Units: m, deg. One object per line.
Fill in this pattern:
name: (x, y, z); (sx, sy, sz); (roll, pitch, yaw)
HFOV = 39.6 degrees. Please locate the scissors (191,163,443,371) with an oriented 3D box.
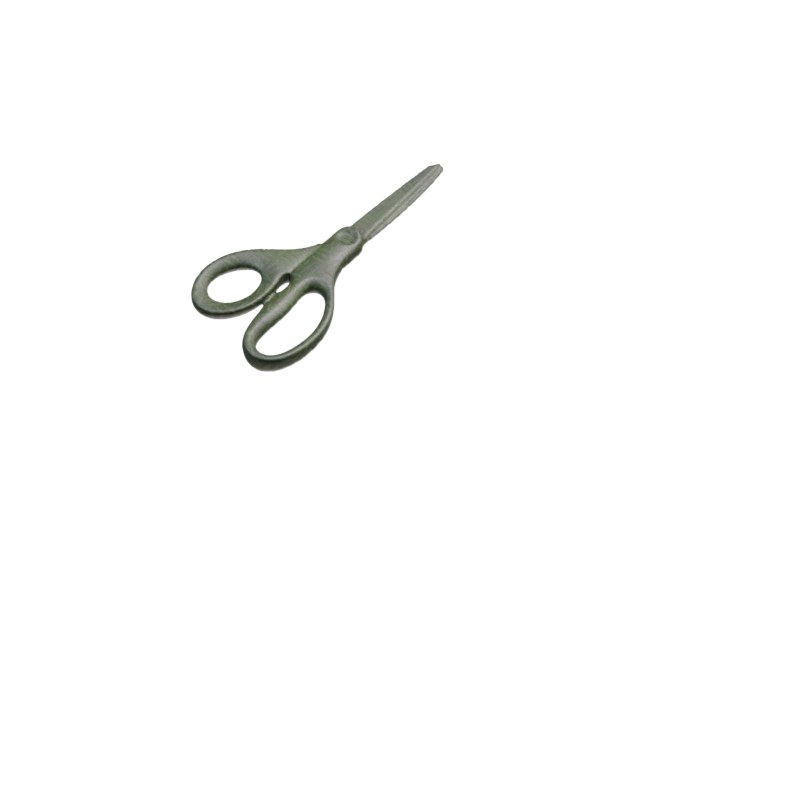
scissors: (-0.054, -0.099, 0.692); (0.099, 0.210, 0.015); (18, -38, 15)
